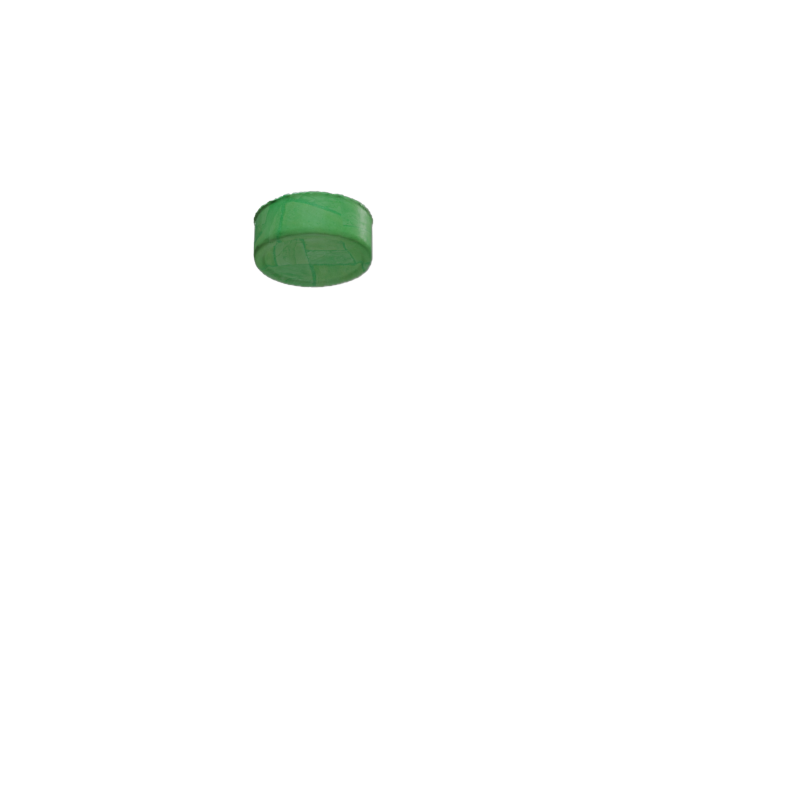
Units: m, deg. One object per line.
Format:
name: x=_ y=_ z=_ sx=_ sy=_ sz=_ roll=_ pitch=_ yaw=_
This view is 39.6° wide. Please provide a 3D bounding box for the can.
can: x=-0.062 y=-0.112 z=0.787 sx=0.086 sy=0.035 sz=0.081 roll=0 pitch=-22 yaw=-2
